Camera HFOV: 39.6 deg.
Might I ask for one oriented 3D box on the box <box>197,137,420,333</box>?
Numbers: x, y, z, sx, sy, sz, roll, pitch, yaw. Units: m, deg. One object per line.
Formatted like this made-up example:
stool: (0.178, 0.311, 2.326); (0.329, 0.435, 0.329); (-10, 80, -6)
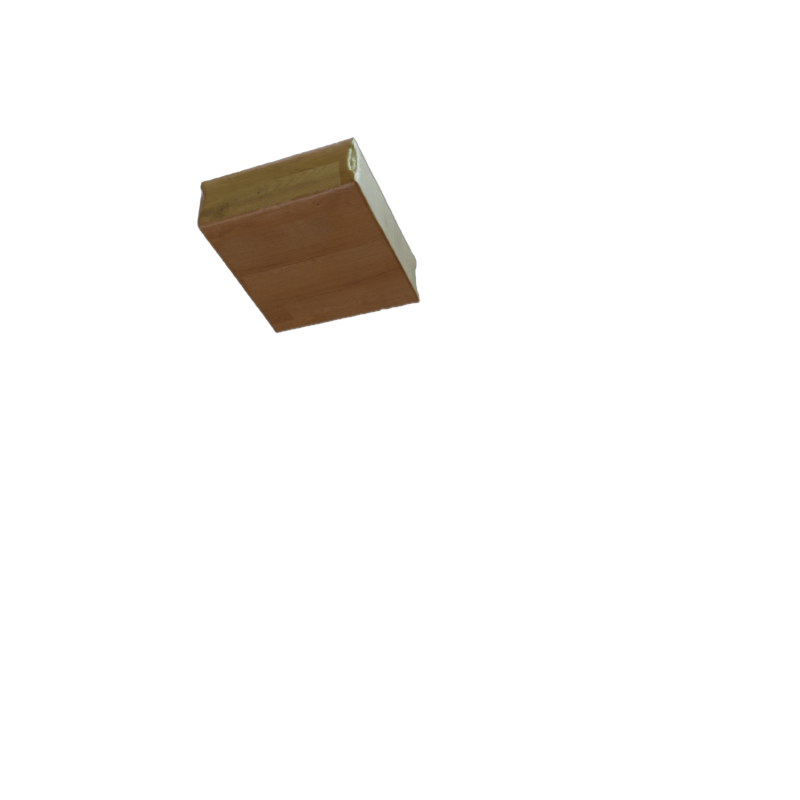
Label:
box: (-0.039, -0.071, 0.498); (0.074, 0.032, 0.082); (-13, -37, 16)
